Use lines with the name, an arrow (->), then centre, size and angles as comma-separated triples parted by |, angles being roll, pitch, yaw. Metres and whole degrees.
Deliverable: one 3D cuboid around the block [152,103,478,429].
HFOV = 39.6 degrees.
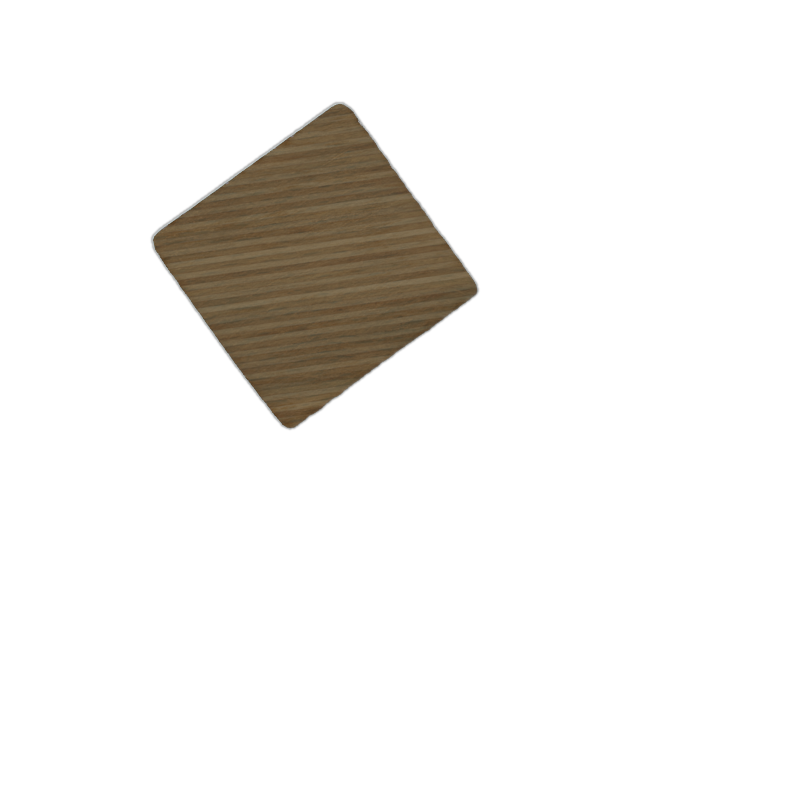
block -> -0.040, -0.073, 0.505 | 0.090, 0.088, 0.211 | -35, 12, 4
